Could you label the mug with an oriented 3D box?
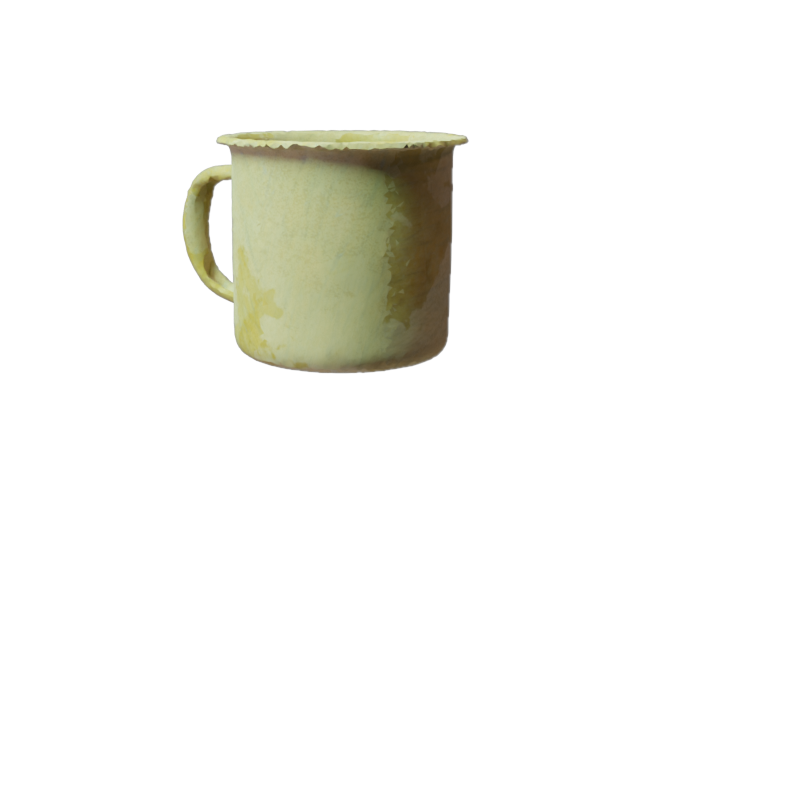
[{"bbox_3d":[-0.033,-0.060,0.421,0.121,0.079,0.092,7,14,24],"label":"mug"}]
